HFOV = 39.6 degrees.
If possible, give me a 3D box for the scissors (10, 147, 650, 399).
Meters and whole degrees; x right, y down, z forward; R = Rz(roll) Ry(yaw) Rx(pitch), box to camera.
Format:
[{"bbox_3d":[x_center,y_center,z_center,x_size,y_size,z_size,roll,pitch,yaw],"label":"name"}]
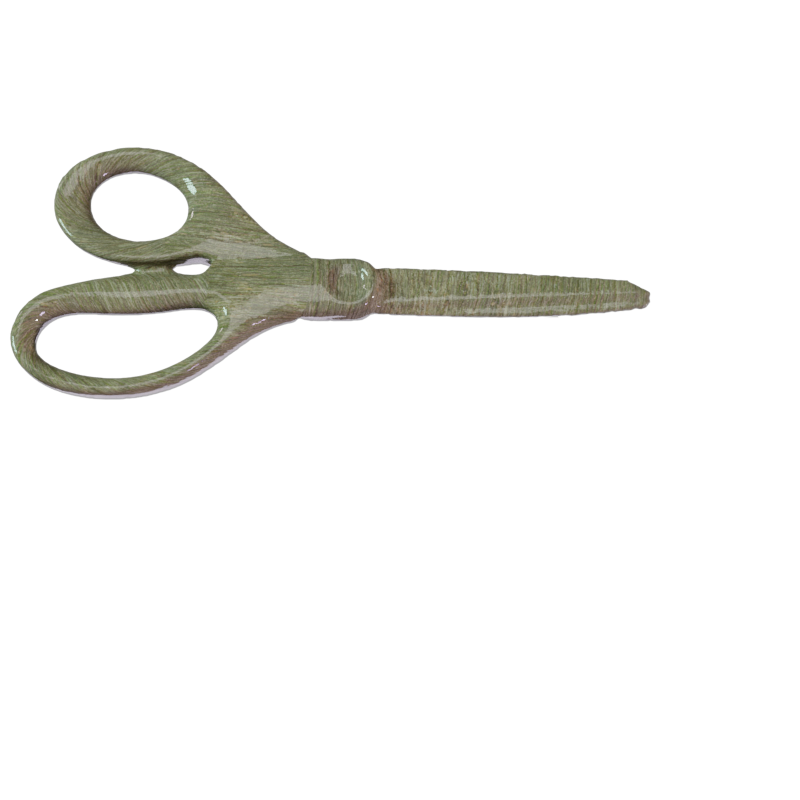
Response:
[{"bbox_3d":[-0.029,-0.052,0.367,0.201,0.102,0.015,-13,-24,-6],"label":"scissors"}]
